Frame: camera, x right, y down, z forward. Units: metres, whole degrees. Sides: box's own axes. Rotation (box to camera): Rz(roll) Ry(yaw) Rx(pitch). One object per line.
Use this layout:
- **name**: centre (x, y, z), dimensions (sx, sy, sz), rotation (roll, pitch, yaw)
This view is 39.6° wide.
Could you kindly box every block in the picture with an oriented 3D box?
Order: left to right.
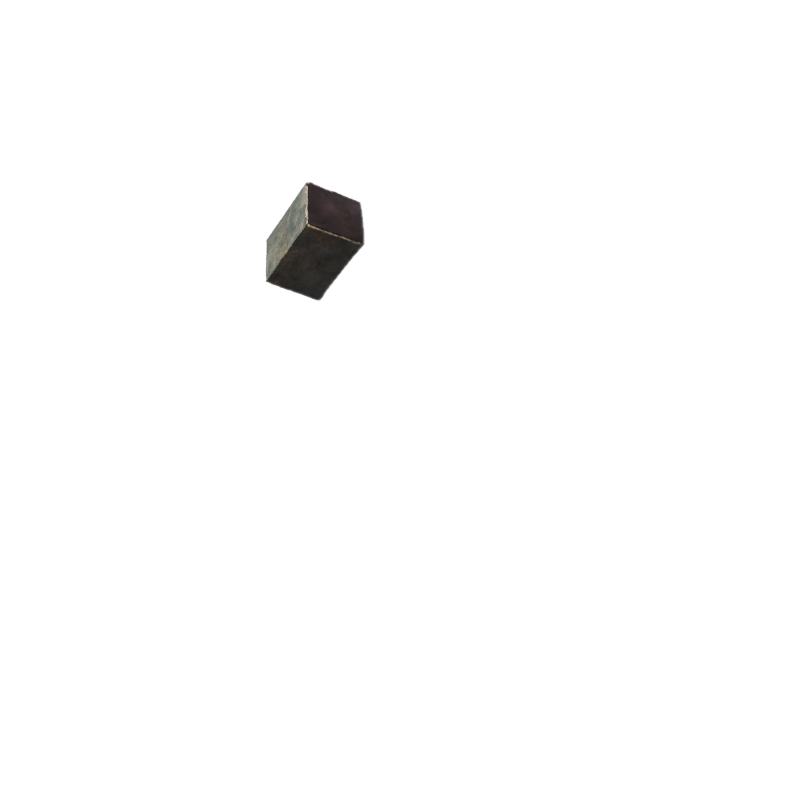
- **block**: centre (-0.071, -0.129, 0.906), dimensions (0.050, 0.055, 0.076), rotation (20, -45, -24)
